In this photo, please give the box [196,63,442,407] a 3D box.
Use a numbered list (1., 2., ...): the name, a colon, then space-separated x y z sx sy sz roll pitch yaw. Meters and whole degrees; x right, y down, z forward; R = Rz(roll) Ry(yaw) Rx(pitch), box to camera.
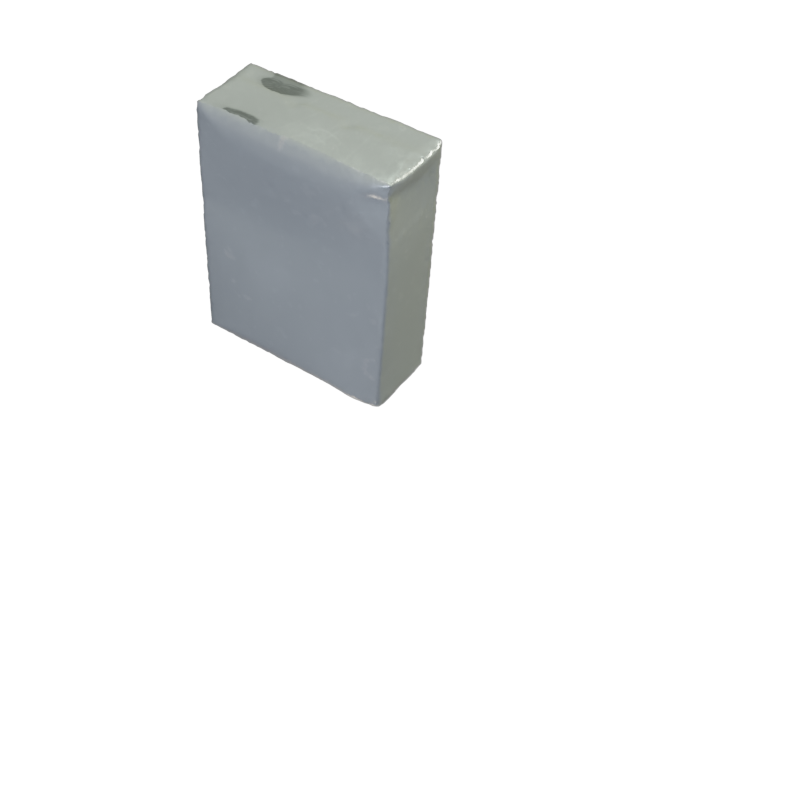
1. box: -0.063 -0.115 0.805 0.173 0.199 0.073 28 49 24
